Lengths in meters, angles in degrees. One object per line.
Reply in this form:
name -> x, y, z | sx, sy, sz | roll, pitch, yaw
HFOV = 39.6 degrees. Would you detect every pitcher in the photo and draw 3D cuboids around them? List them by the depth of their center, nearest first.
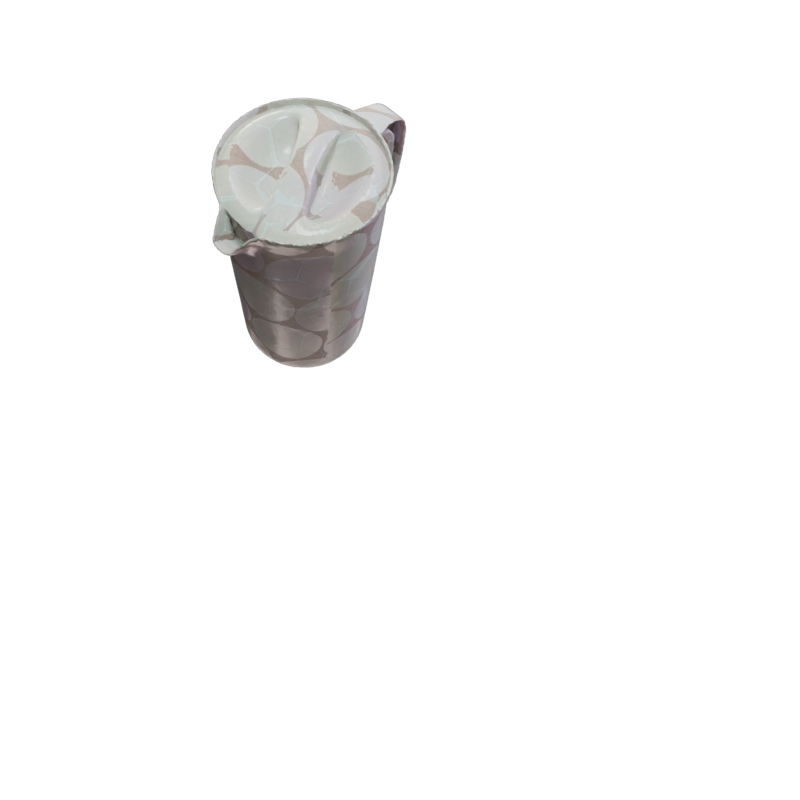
pitcher -> -0.071, -0.130, 0.909 | 0.149, 0.154, 0.229 | -1, -26, -3
